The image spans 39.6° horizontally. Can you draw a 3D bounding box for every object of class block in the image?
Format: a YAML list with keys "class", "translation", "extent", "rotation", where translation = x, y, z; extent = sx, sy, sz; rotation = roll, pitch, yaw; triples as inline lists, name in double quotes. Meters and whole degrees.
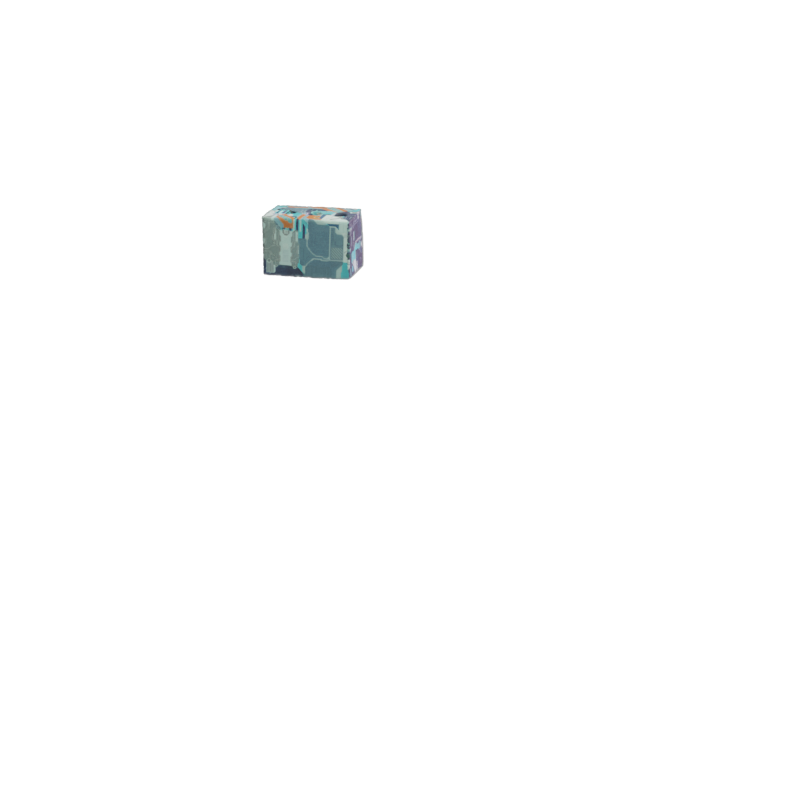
- class: "block"
  translation: [-0.074, -0.135, 0.944]
  extent: [0.079, 0.049, 0.054]
  rotation: [4, 17, 12]
